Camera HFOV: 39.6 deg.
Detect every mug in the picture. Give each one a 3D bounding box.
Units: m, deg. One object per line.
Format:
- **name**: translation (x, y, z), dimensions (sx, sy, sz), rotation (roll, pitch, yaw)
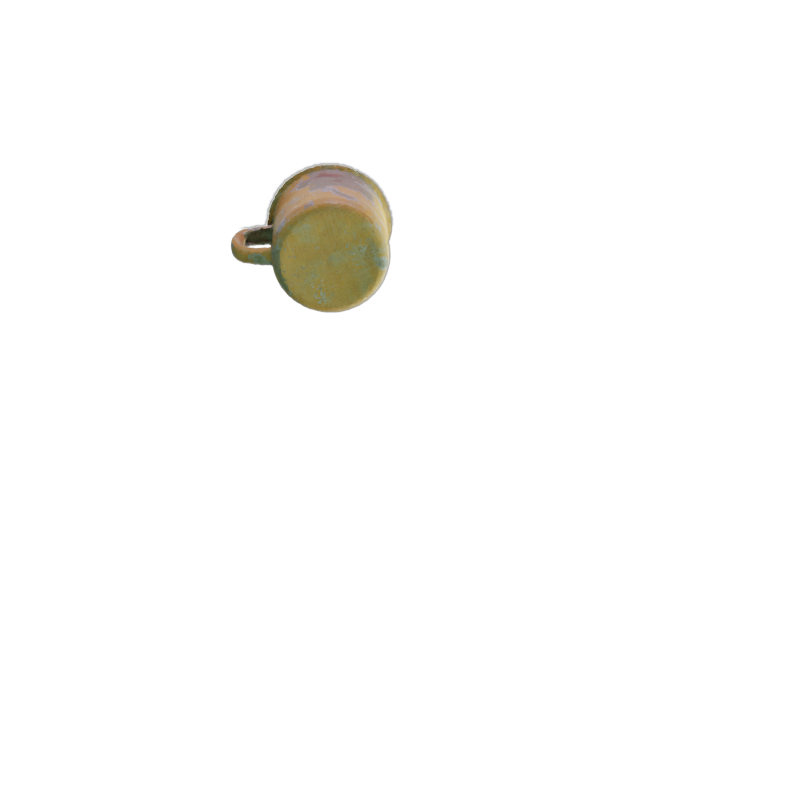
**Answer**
- **mug**: translation (-0.061, -0.112, 0.784), dimensions (0.117, 0.089, 0.085), rotation (-1, 21, -1)
